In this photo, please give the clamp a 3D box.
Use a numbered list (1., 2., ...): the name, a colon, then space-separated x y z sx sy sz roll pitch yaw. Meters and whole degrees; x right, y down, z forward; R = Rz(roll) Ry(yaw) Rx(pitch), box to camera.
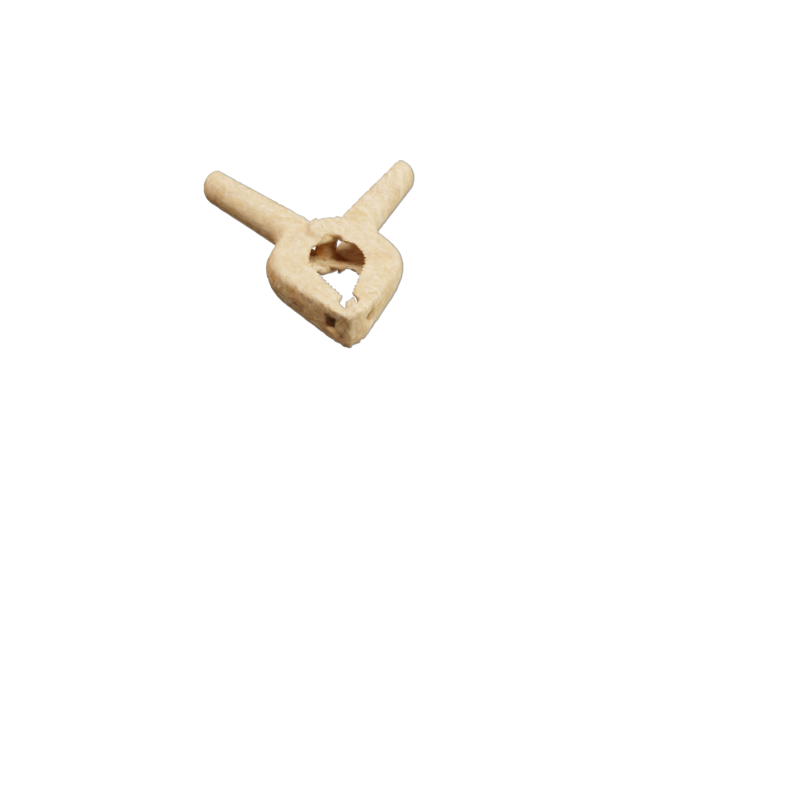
1. clamp: -0.062 -0.114 0.795 0.164 0.034 0.225 -2 39 -3
